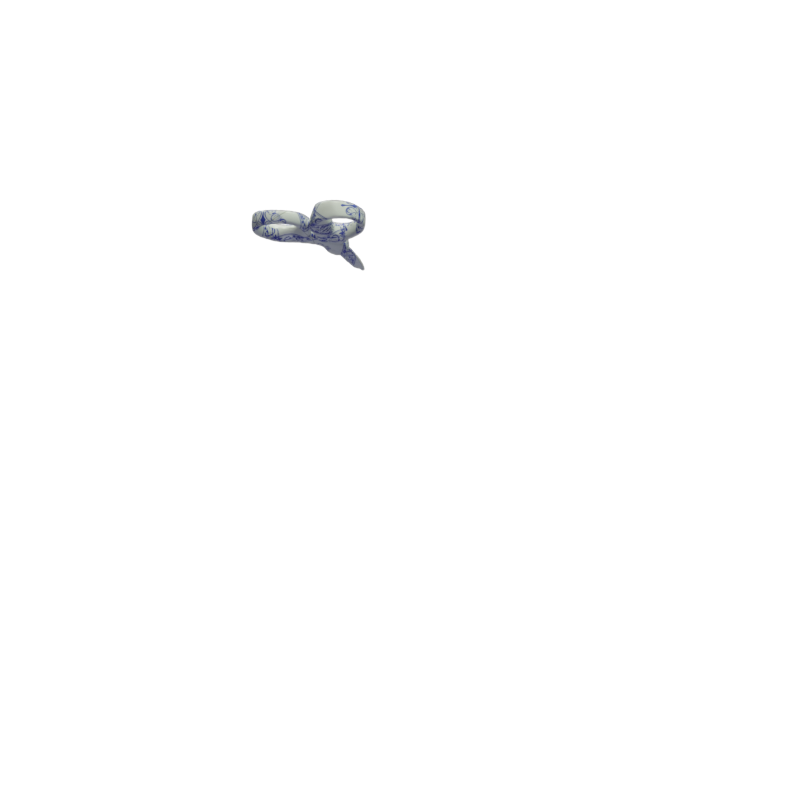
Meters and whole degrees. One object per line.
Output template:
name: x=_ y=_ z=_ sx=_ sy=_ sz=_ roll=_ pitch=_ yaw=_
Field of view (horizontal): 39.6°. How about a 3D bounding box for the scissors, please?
scissors: x=-0.071 y=-0.129 z=0.905 sx=0.096 sy=0.016 sz=0.197 roll=1 pitch=-6 yaw=-5
